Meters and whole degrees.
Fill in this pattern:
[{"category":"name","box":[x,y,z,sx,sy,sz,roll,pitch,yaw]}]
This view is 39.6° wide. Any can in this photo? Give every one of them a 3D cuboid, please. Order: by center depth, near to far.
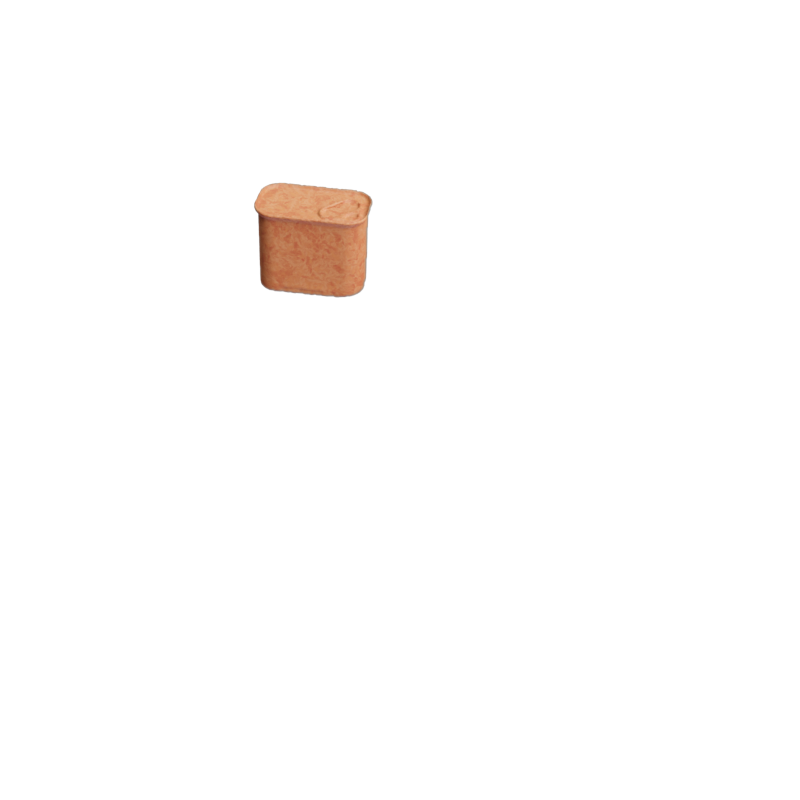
[{"category":"can","box":[-0.078,-0.142,0.997,0.103,0.078,0.061,7,37,8]}]
